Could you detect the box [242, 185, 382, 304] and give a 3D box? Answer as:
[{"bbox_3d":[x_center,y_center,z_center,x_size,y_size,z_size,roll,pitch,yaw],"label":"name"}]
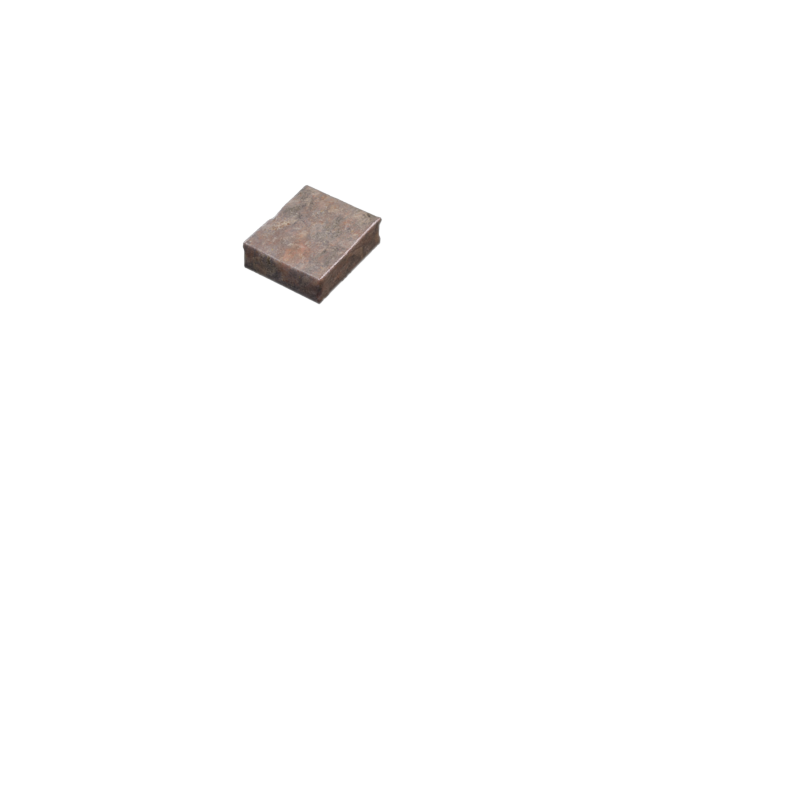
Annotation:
[{"bbox_3d":[-0.068,-0.124,0.866,0.077,0.028,0.091,26,52,22],"label":"box"}]
